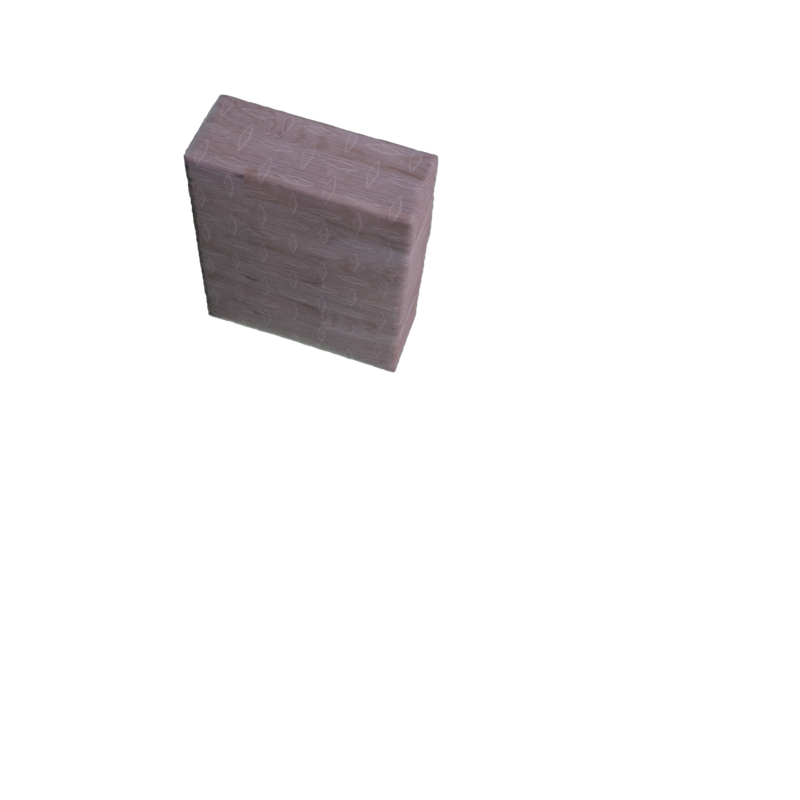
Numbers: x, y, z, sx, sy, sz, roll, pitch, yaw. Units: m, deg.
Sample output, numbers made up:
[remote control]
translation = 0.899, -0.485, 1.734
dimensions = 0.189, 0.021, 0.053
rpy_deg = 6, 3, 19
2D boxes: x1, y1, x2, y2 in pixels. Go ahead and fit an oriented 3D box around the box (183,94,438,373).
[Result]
[box]
translation = -0.065, -0.118, 0.827
dimensions = 0.167, 0.075, 0.201
rpy_deg = 19, -28, 8
